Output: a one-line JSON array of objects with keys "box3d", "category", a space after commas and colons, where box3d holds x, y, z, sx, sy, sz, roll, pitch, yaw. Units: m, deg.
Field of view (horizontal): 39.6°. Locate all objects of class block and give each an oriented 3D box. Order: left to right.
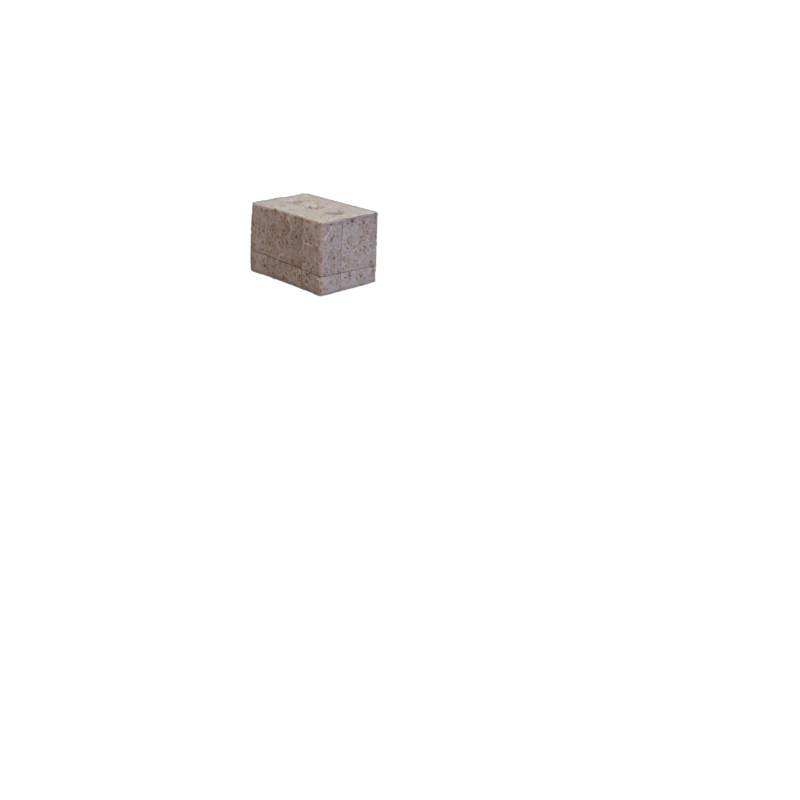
[{"box3d": [-0.060, -0.109, 0.765, 0.052, 0.049, 0.083, -17, 27, -40], "category": "block"}]
